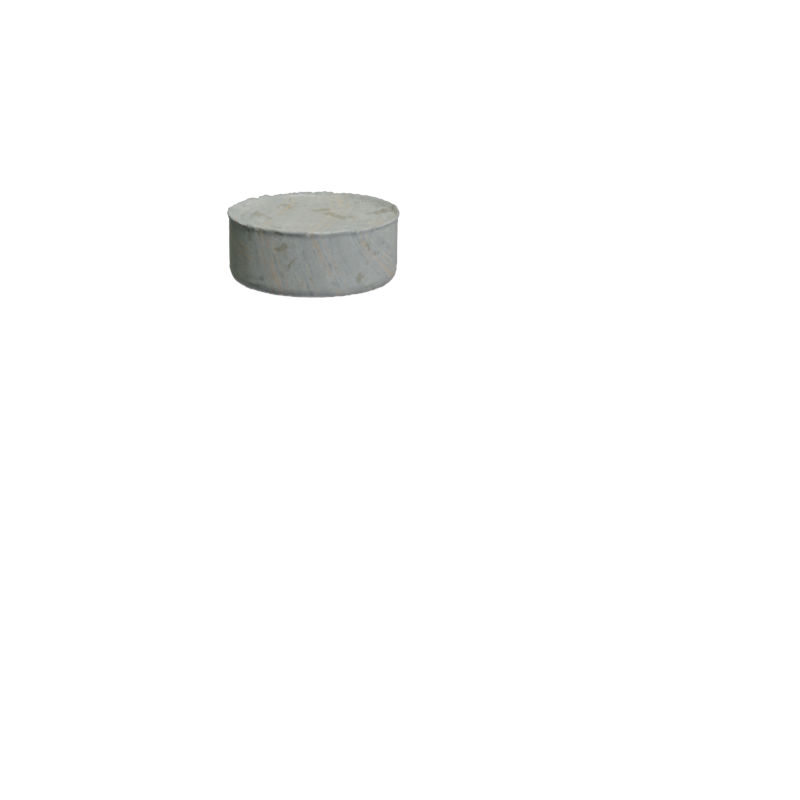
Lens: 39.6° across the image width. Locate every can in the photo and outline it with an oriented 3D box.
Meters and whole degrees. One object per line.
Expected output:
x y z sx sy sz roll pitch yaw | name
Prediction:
-0.044 -0.079 0.556 0.086 0.032 0.090 -1 22 -2 | can
